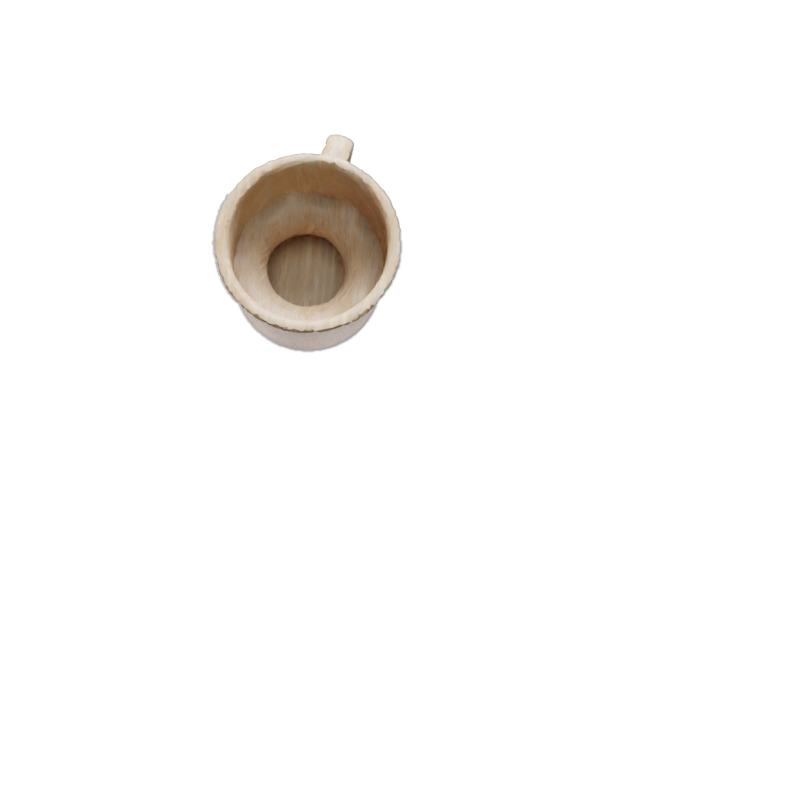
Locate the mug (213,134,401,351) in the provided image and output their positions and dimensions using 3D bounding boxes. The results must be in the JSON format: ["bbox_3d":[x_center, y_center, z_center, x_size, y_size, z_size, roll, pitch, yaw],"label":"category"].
[{"bbox_3d":[-0.046,-0.084,0.589,0.094,0.121,0.079,12,-14,1],"label":"mug"}]
